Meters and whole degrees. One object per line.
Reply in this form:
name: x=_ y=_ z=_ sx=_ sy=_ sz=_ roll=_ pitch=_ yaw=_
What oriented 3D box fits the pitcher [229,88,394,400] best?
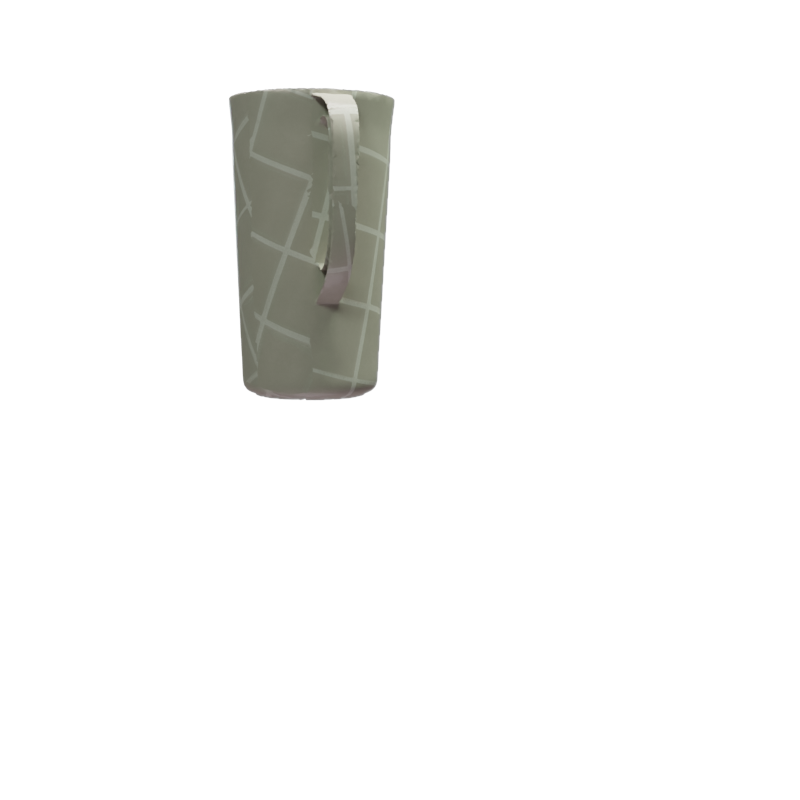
pitcher: x=-0.069 y=-0.126 z=0.879 sx=0.150 sy=0.243 sz=0.144 roll=1 pitch=1 yaw=28
